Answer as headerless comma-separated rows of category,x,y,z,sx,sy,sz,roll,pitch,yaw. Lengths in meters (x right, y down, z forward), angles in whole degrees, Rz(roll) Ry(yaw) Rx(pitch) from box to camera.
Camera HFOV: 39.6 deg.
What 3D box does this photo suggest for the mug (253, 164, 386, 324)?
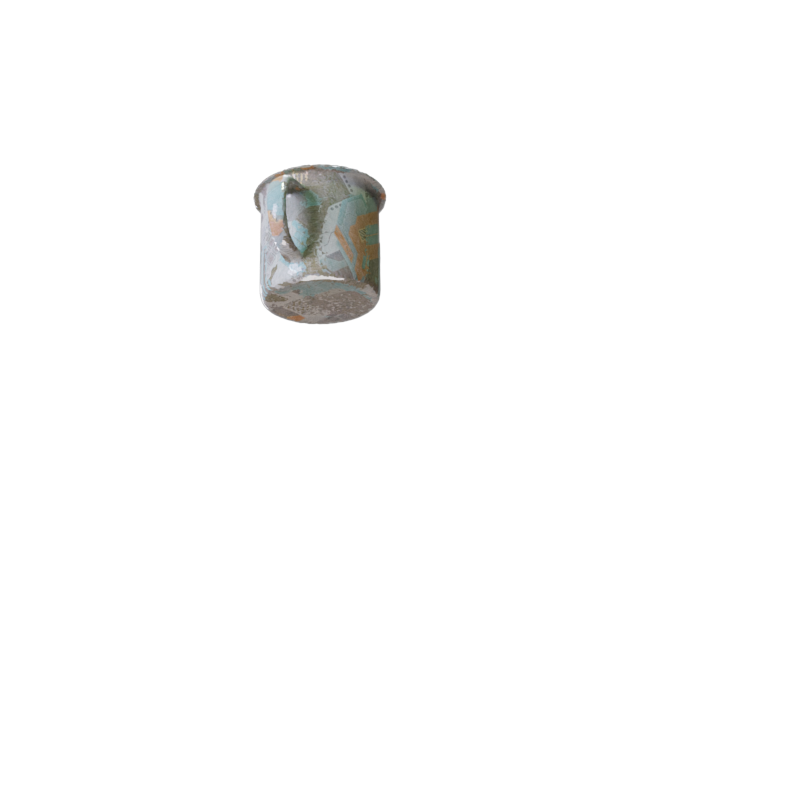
mug,-0.059,-0.107,0.750,0.095,0.086,0.109,-9,-24,18
